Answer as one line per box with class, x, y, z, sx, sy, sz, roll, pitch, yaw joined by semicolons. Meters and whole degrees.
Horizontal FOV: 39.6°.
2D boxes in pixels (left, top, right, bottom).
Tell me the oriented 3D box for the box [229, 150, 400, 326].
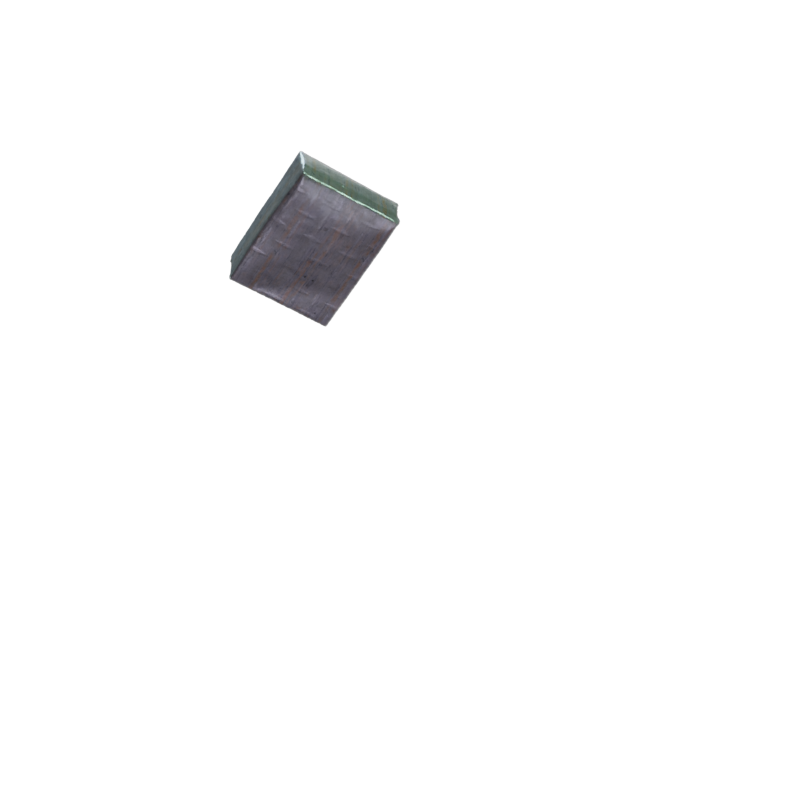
box;-0.067;-0.122;0.857;0.086;0.110;0.041;28;30;-18
